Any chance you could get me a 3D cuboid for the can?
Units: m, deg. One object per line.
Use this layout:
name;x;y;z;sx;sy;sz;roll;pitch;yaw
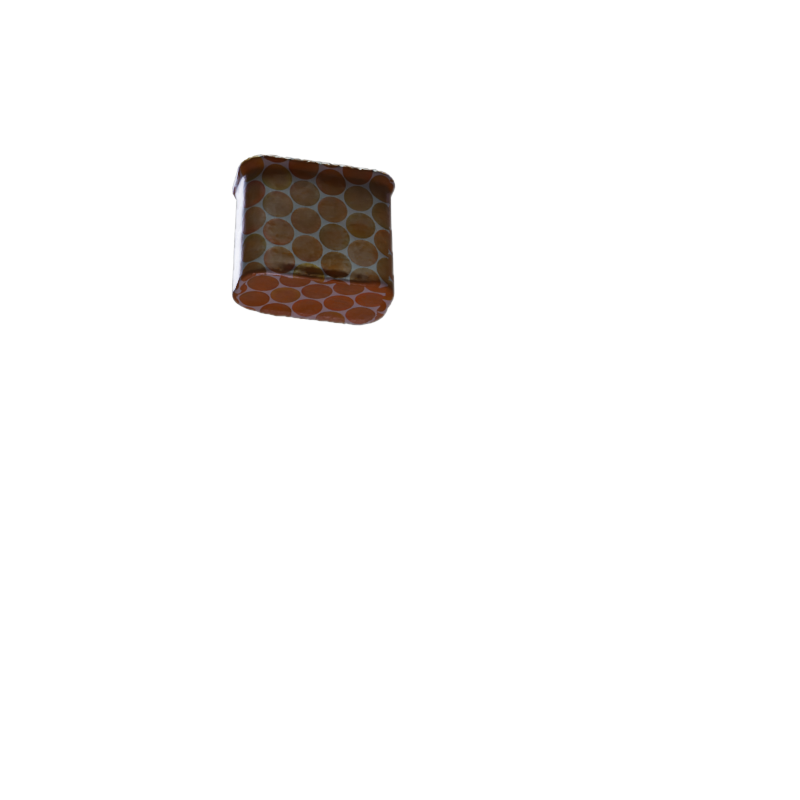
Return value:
can;-0.054;-0.098;0.688;0.100;0.089;0.055;6;-30;-13
